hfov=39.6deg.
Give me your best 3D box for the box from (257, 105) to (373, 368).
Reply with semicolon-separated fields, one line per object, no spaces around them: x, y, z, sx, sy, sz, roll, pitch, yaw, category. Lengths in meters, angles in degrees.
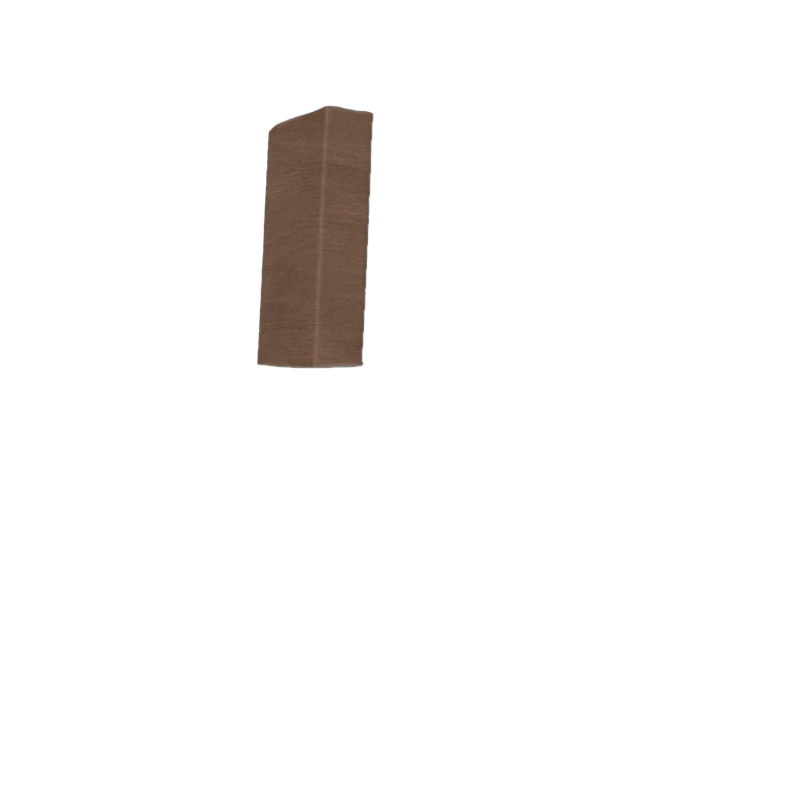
-0.061;-0.111;0.779;0.046;0.178;0.096;3;-5;-31;box
